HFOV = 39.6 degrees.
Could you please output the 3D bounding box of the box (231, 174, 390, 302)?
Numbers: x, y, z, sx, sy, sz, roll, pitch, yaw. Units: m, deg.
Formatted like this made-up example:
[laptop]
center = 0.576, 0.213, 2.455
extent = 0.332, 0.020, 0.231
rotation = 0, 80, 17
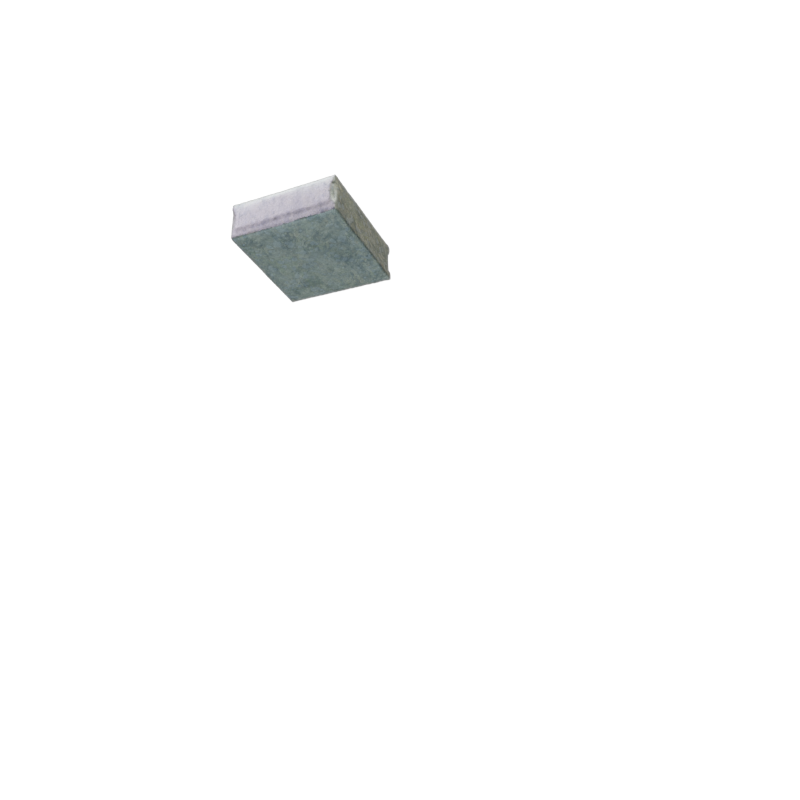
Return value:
[box]
center = -0.056, -0.102, 0.715
extent = 0.074, 0.032, 0.082
rotation = -13, -31, 21
